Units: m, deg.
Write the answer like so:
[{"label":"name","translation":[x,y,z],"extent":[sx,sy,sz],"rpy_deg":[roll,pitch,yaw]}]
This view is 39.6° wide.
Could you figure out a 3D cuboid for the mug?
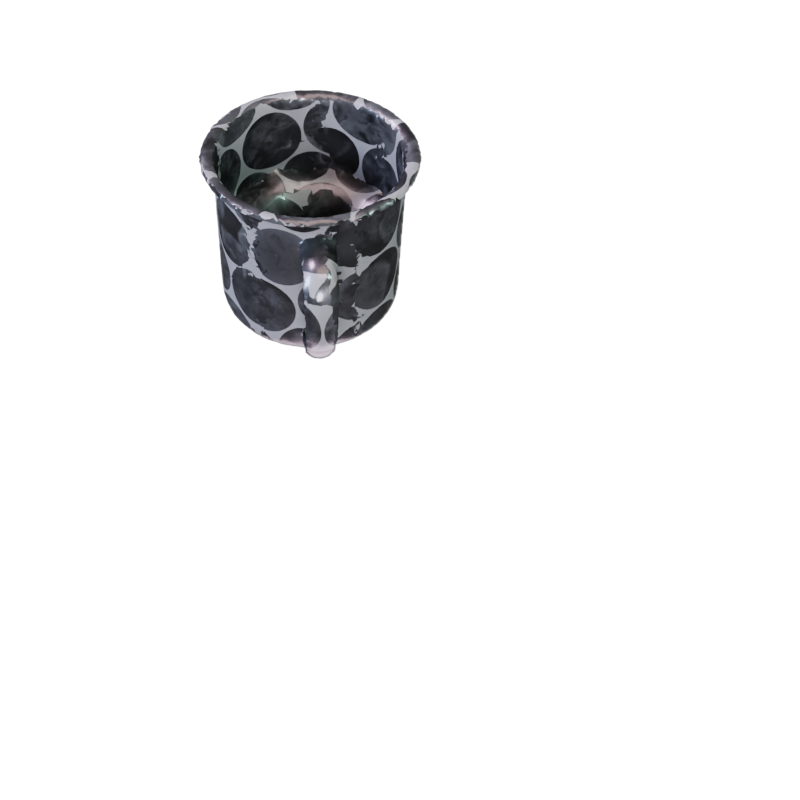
[{"label":"mug","translation":[-0.038,-0.069,0.484],"extent":[0.092,0.126,0.076],"rpy_deg":[-5,-44,-7]}]
